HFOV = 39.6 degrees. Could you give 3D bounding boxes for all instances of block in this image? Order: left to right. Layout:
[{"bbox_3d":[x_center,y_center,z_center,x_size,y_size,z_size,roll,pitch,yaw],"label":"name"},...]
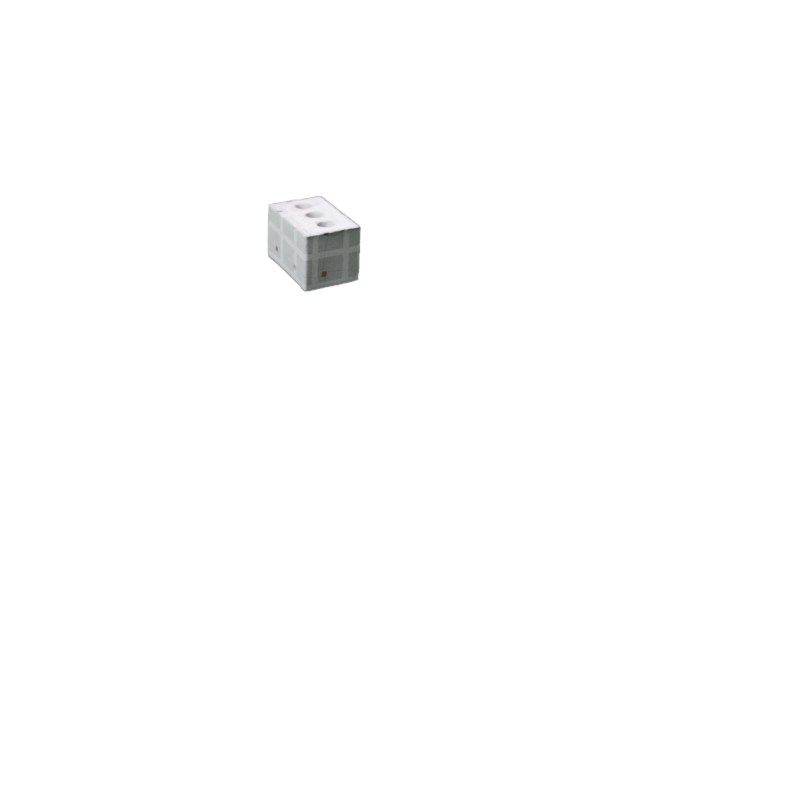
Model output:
[{"bbox_3d":[-0.073,-0.134,0.935,0.052,0.048,0.084,-13,32,-25],"label":"block"}]
